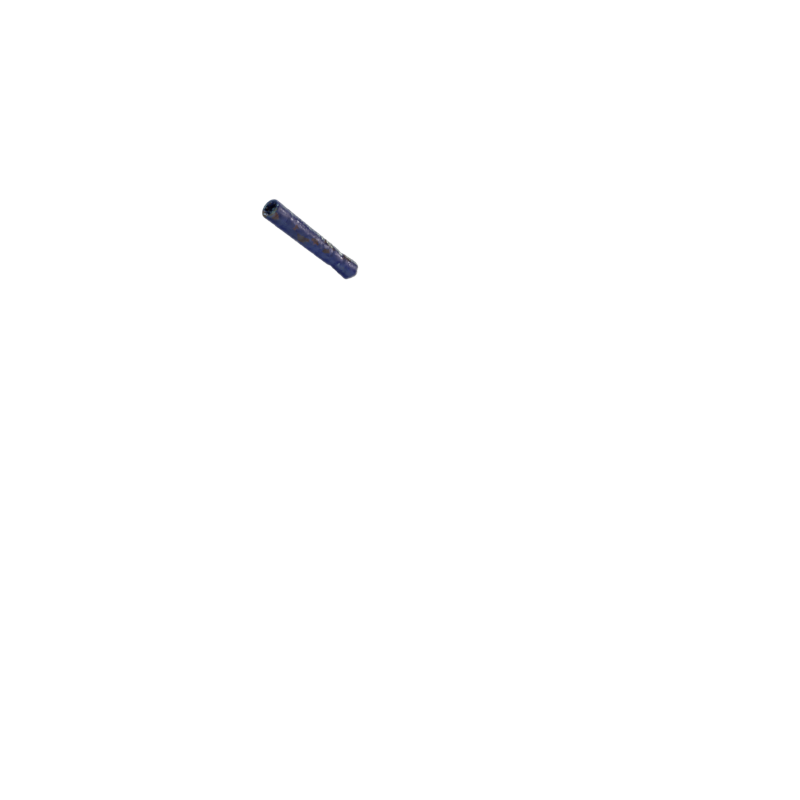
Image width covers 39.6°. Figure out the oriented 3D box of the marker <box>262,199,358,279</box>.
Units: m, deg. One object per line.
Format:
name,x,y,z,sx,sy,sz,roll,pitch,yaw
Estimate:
marker,-0.077,-0.141,0.988,0.021,0.020,0.112,3,-23,44
